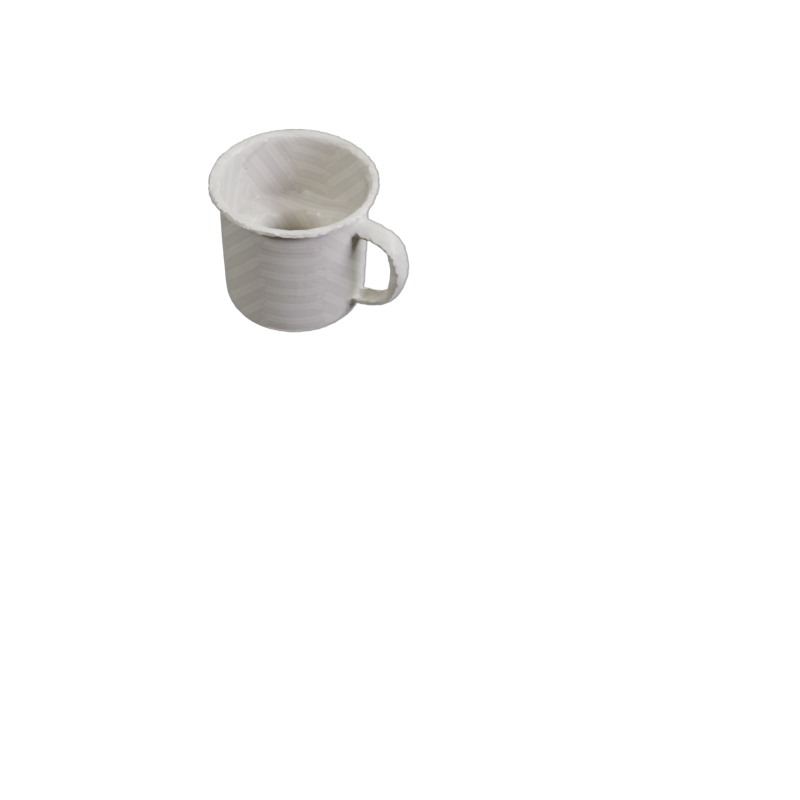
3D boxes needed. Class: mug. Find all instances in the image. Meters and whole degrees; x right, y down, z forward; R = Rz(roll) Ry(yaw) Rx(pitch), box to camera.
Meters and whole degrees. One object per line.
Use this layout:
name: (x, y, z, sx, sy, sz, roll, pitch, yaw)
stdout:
mug: (-0.049, -0.089, 0.620, 0.122, 0.076, 0.096, 21, 49, 18)
